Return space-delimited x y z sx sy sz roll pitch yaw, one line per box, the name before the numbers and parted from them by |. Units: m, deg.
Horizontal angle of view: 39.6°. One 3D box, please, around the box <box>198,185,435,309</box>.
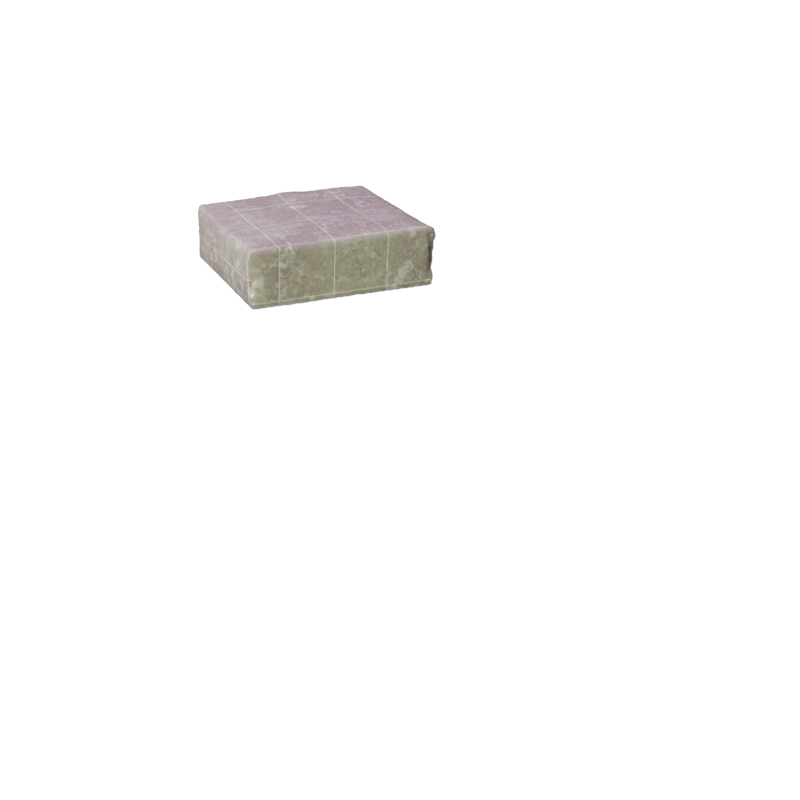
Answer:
box | -0.040 -0.072 0.507 0.087 0.029 0.078 -11 28 -22
